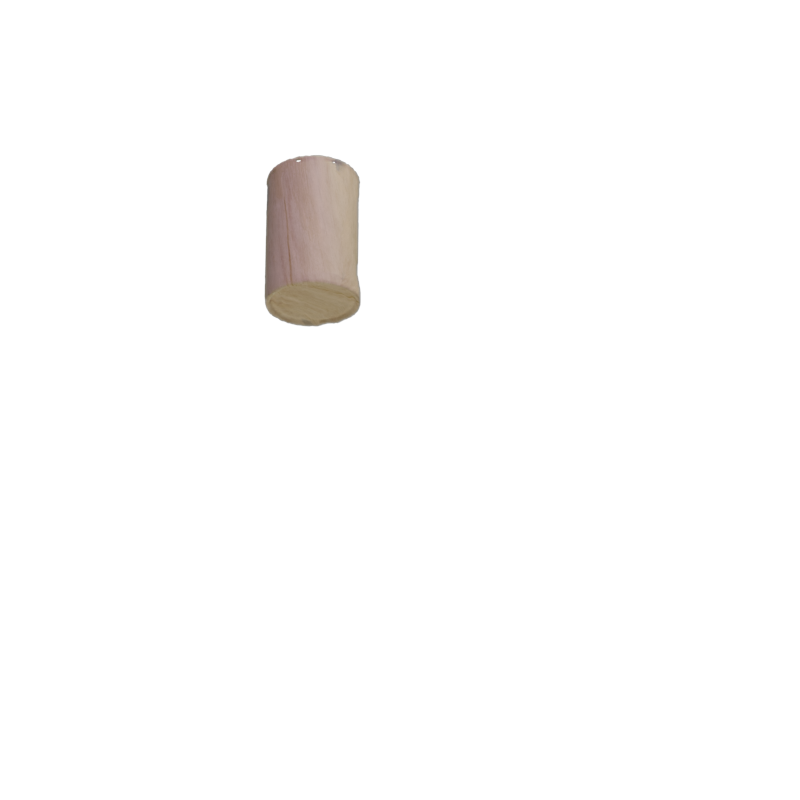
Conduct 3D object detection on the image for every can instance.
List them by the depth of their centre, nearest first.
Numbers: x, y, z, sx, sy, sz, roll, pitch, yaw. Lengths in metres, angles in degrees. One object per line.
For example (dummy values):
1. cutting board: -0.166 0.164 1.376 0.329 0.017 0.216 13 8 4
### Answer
1. can: -0.061 -0.111 0.780 0.068 0.109 0.064 0 -28 -2
